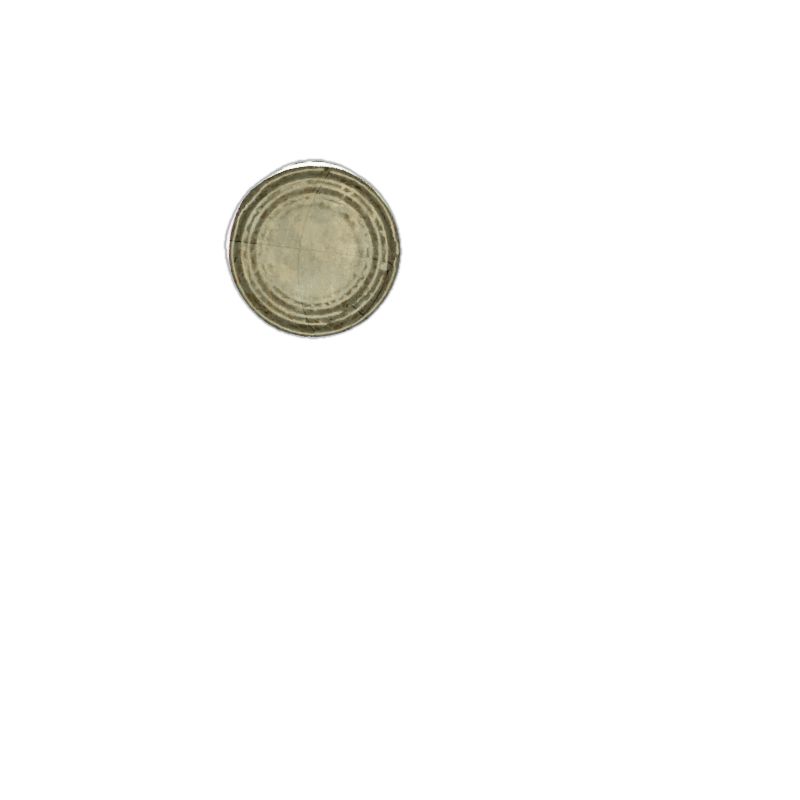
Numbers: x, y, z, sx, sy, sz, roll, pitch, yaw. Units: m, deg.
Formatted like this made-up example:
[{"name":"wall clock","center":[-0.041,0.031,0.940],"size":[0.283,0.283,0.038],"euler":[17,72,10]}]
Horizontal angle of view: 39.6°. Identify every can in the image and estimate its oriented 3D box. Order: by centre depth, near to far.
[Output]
[{"name":"can","center":[-0.037,-0.067,0.467],"size":[0.068,0.067,0.104],"euler":[0,10,-3]}]
